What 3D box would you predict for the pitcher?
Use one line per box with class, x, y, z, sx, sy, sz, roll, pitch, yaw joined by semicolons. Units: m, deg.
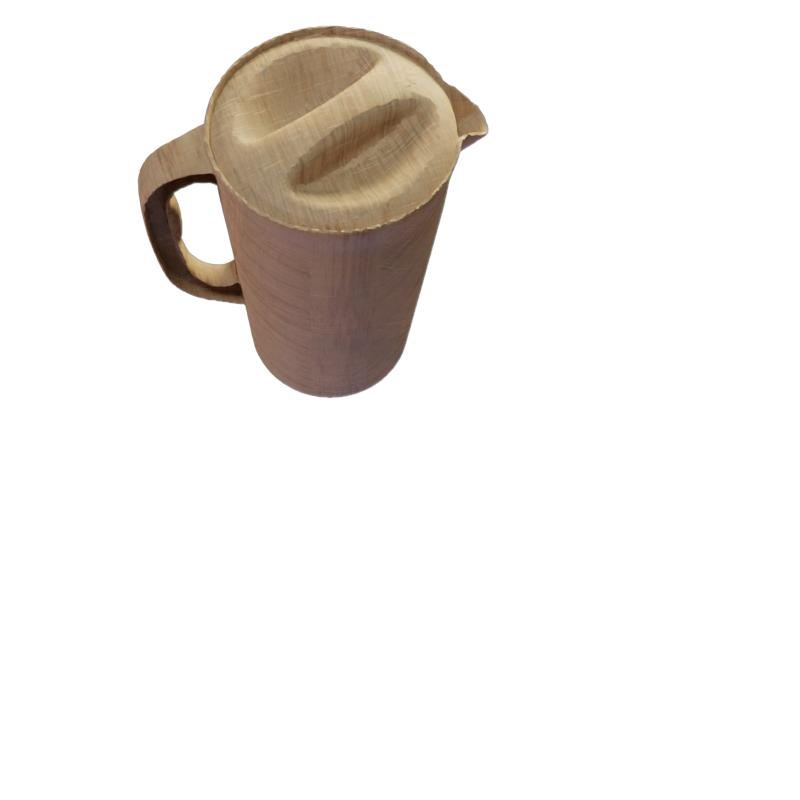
pitcher;-0.052;-0.095;0.663;0.154;0.149;0.229;30;-25;12
